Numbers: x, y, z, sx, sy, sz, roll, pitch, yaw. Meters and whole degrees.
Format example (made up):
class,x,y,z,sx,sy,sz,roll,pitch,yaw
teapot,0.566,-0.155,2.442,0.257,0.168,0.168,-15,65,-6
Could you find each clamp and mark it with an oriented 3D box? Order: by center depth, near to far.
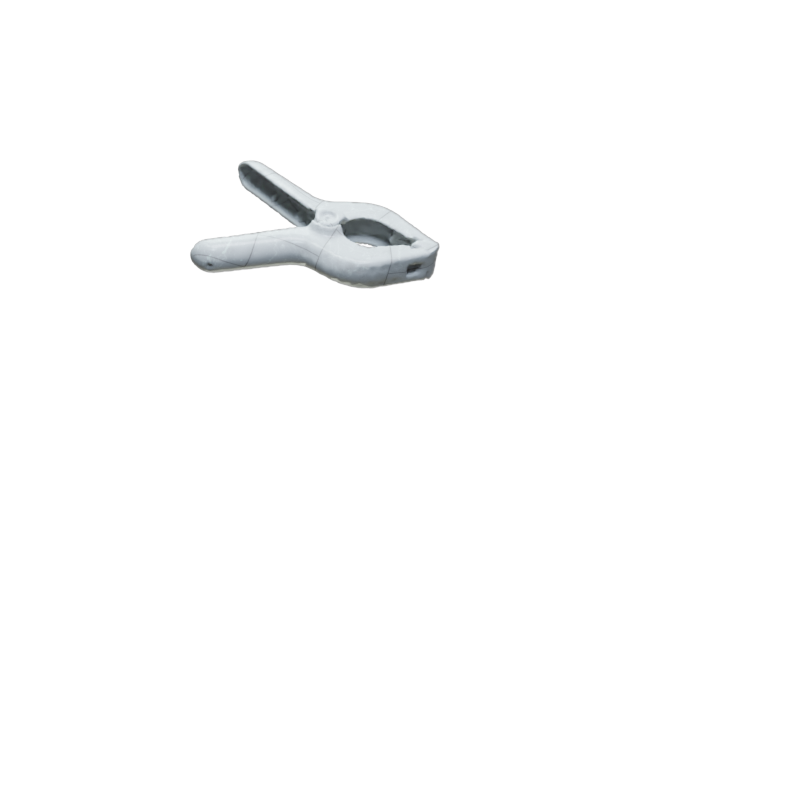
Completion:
class,x,y,z,sx,sy,sz,roll,pitch,yaw
clamp,-0.062,-0.113,0.794,0.177,0.125,0.036,18,-39,15
